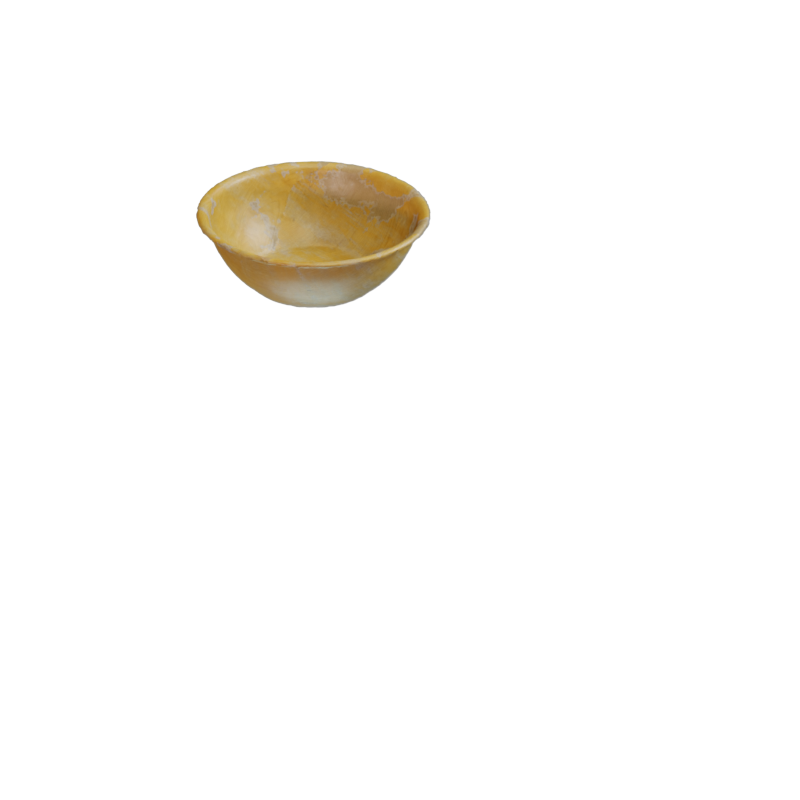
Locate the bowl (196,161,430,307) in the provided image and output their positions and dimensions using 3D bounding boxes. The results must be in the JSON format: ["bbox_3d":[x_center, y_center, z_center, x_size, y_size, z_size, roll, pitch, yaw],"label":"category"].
[{"bbox_3d":[-0.061,-0.111,0.777,0.162,0.052,0.173,-1,33,-2],"label":"bowl"}]
